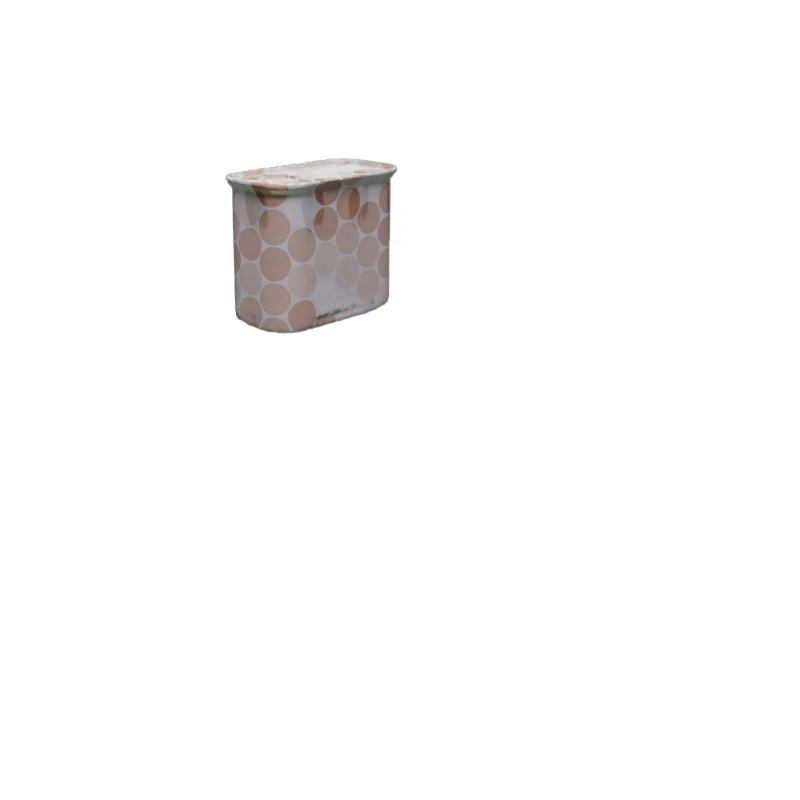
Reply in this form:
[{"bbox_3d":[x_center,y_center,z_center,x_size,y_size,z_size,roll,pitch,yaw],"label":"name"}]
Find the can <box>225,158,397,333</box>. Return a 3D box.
[{"bbox_3d":[-0.050,-0.091,0.637,0.061,0.081,0.100,14,22,41],"label":"can"}]
